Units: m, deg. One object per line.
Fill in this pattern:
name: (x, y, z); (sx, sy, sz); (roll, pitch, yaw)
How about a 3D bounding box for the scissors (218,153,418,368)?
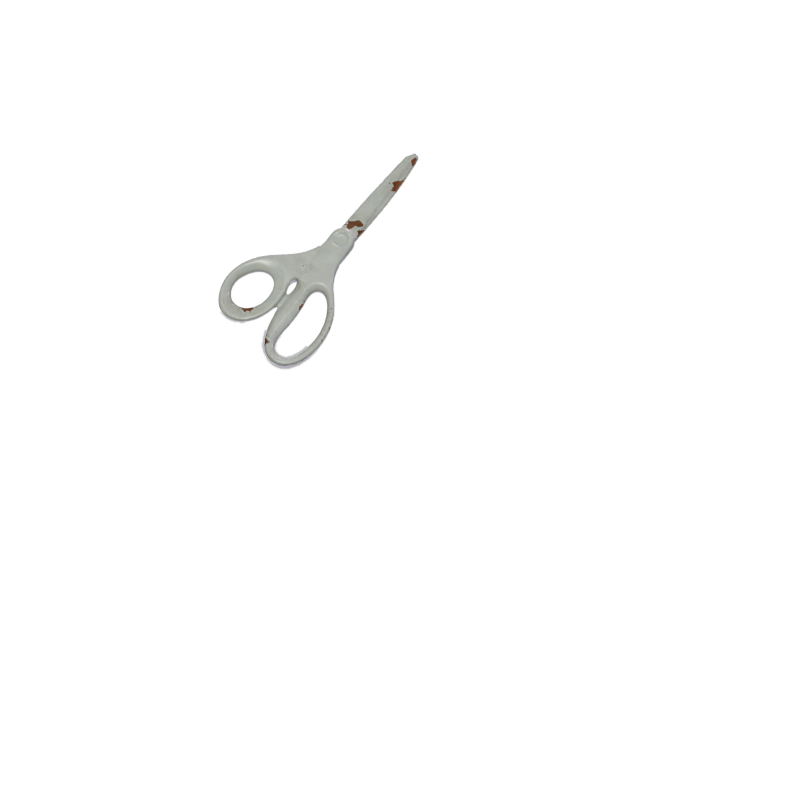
scissors: (-0.066, -0.120, 0.837); (0.098, 0.209, 0.015); (19, -23, 8)
